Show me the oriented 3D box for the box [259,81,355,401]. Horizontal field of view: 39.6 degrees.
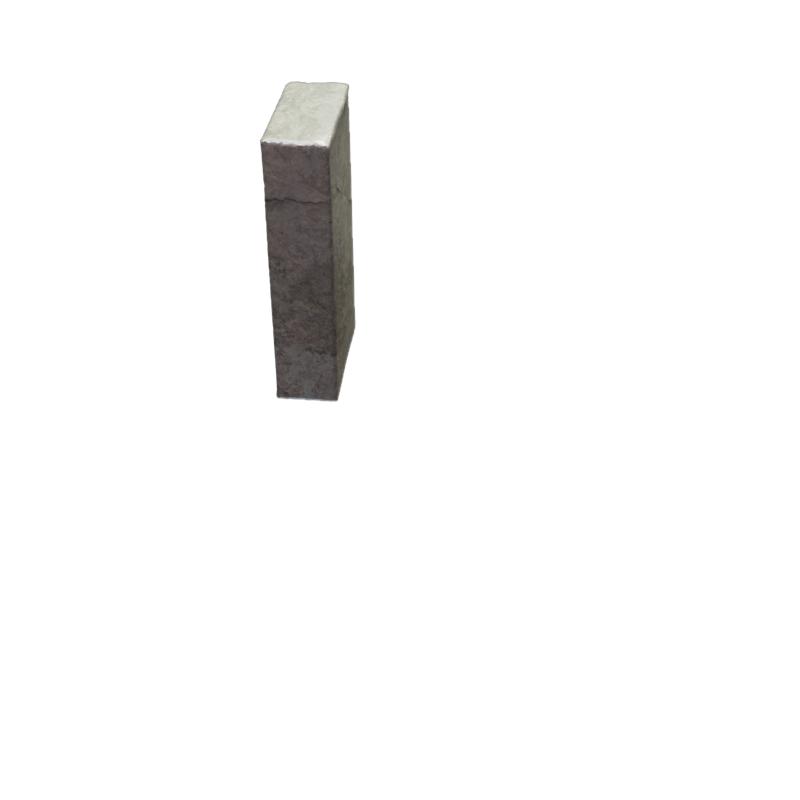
[{"bbox_3d":[-0.053,-0.097,0.682,0.048,0.165,0.099,5,33,3],"label":"box"}]
